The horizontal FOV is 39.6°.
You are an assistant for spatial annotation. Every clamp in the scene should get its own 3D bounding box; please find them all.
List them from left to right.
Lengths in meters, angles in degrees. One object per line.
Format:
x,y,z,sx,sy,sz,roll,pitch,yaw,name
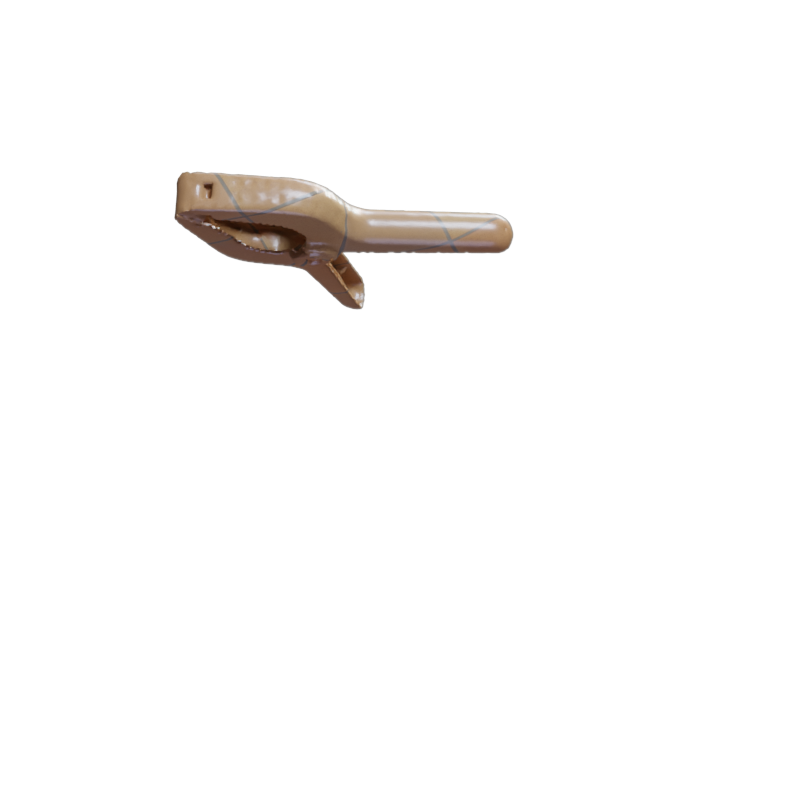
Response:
-0.057,-0.103,0.724,0.201,0.038,0.164,9,-18,-30,clamp
